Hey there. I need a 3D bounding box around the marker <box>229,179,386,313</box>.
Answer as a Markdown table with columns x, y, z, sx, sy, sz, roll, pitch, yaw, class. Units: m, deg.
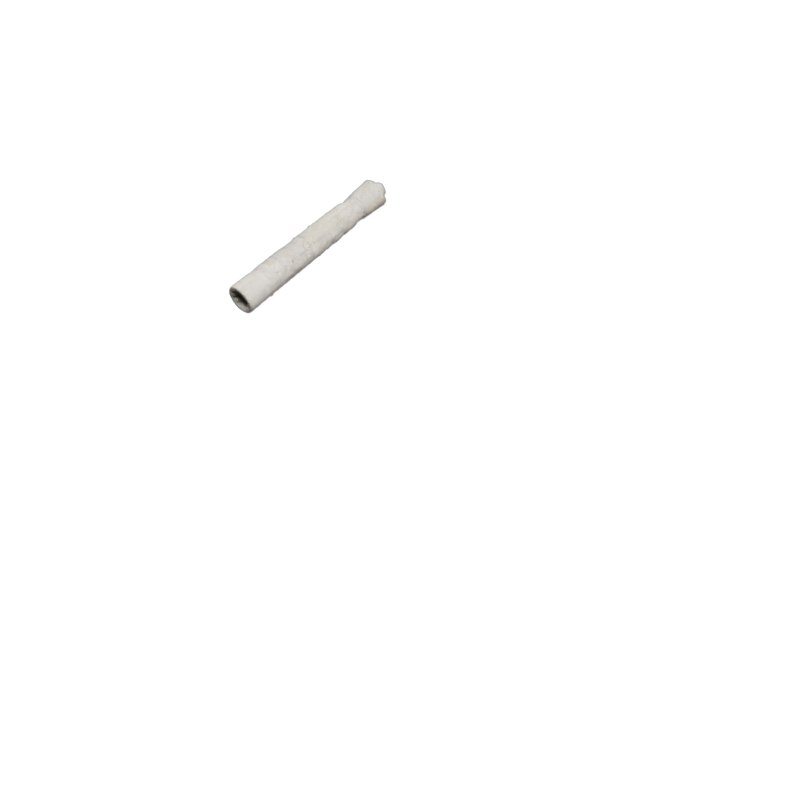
| x | y | z | sx | sy | sz | roll | pitch | yaw | class |
| --- | --- | --- | --- | --- | --- | --- | --- | --- | --- |
| -0.051 | -0.094 | 0.656 | 0.123 | 0.019 | 0.021 | -43 | 27 | -27 | marker |
